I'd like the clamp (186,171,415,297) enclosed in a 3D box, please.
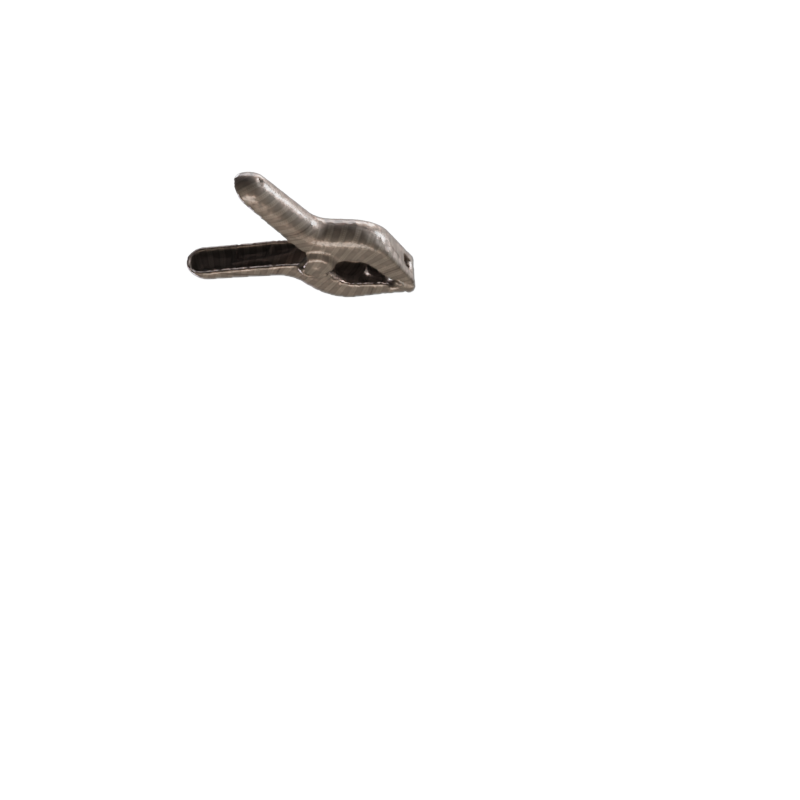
[{"bbox_3d":[-0.064,-0.116,0.814,0.168,0.041,0.116,6,-24,-14],"label":"clamp"}]
